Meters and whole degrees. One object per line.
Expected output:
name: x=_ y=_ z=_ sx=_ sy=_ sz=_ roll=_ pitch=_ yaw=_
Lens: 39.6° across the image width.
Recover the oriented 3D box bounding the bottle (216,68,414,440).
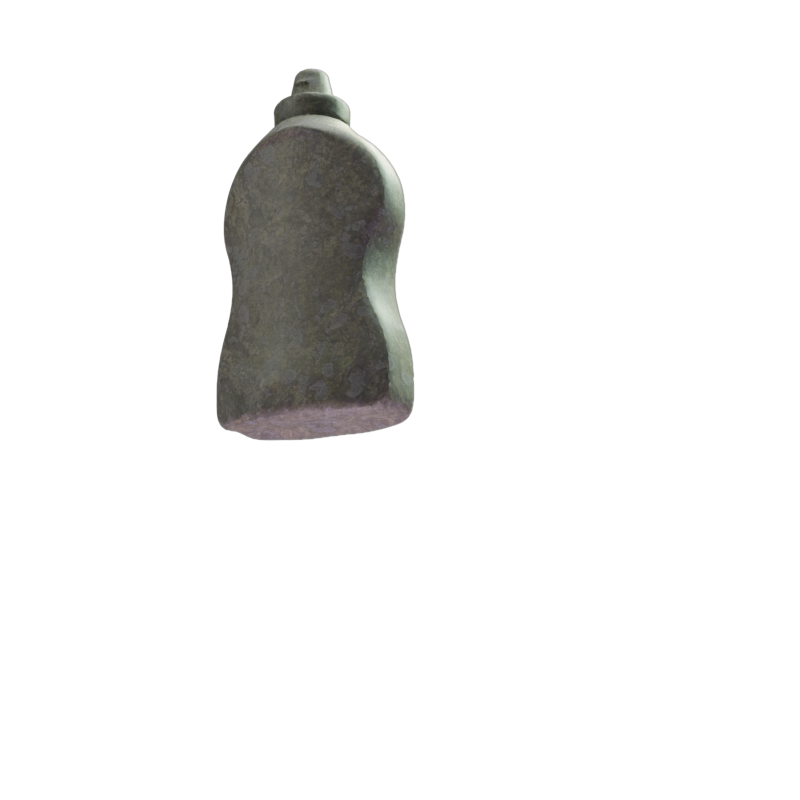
bottle: x=-0.044 y=-0.081 z=0.563 sx=0.098 sy=0.201 sz=0.055 roll=-12 pitch=-22 yaw=27
